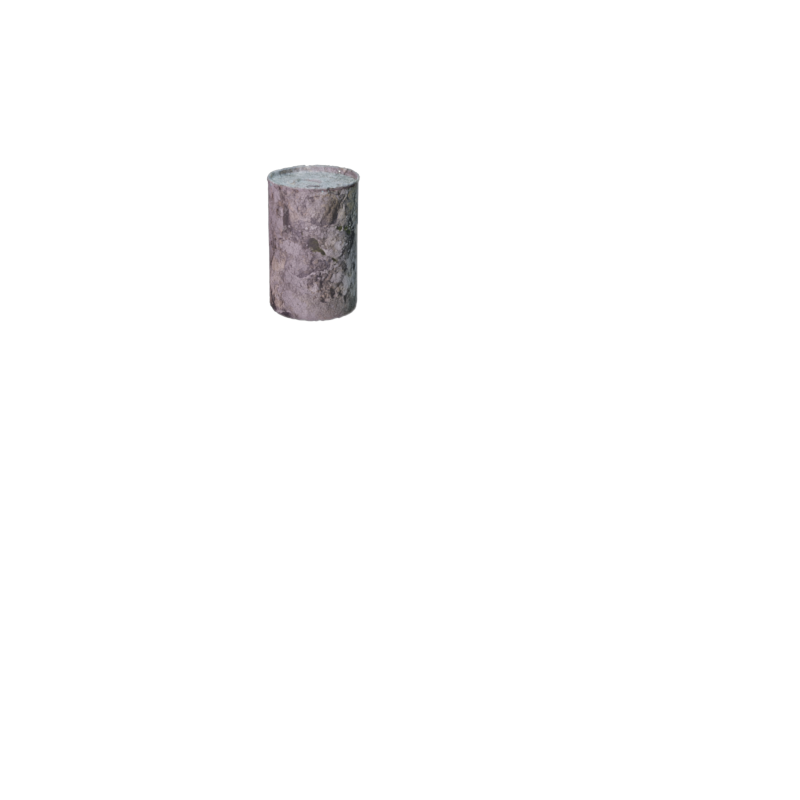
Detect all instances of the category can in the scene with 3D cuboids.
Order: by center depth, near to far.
[{"bbox_3d":[-0.065,-0.118,0.825,0.068,0.098,0.072,0,21,-2],"label":"can"}]
